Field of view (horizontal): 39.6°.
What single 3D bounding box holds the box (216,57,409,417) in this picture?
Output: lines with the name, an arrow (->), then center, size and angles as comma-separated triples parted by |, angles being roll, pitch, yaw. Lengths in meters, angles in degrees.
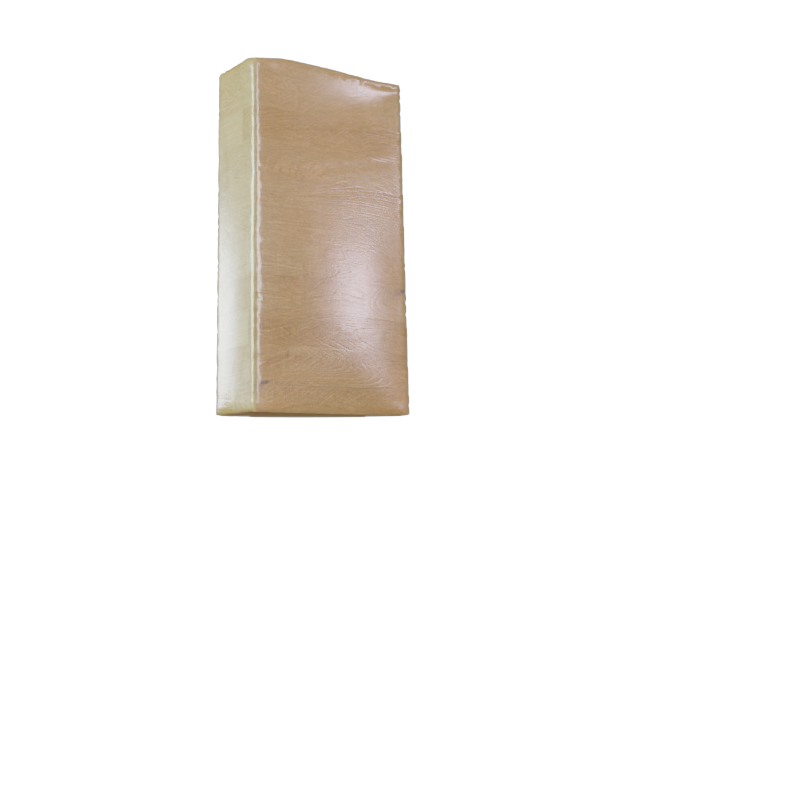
box -> -0.044, -0.081, 0.564 | 0.089, 0.180, 0.049 | 5, -11, -34
